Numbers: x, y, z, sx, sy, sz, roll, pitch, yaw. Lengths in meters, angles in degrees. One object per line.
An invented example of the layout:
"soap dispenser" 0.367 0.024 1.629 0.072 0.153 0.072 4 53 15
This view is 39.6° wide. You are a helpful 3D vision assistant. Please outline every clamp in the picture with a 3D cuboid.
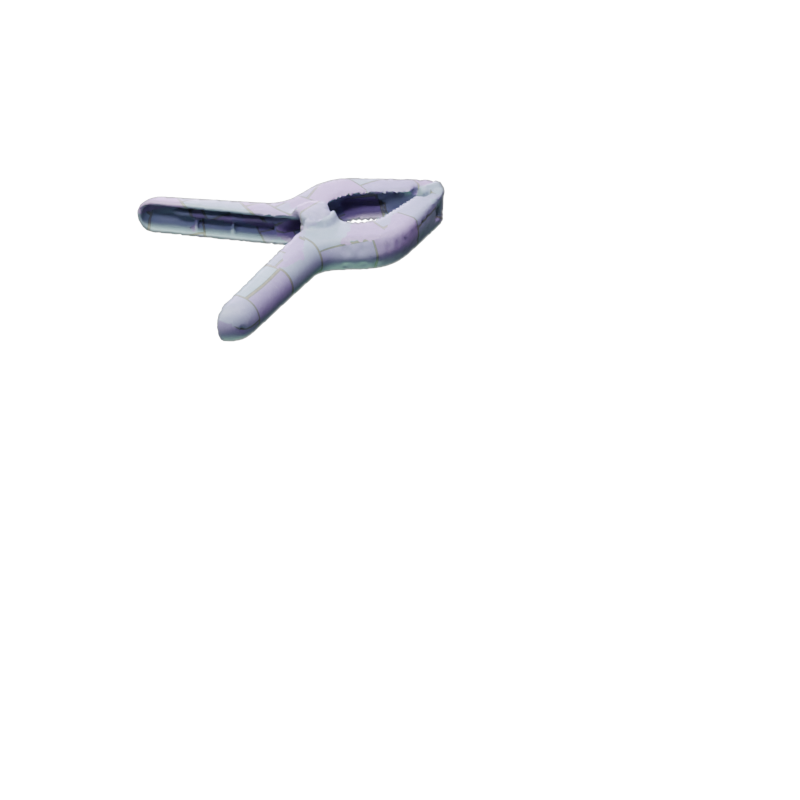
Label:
"clamp" -0.059 -0.107 0.748 0.207 0.034 0.178 -13 40 -16
